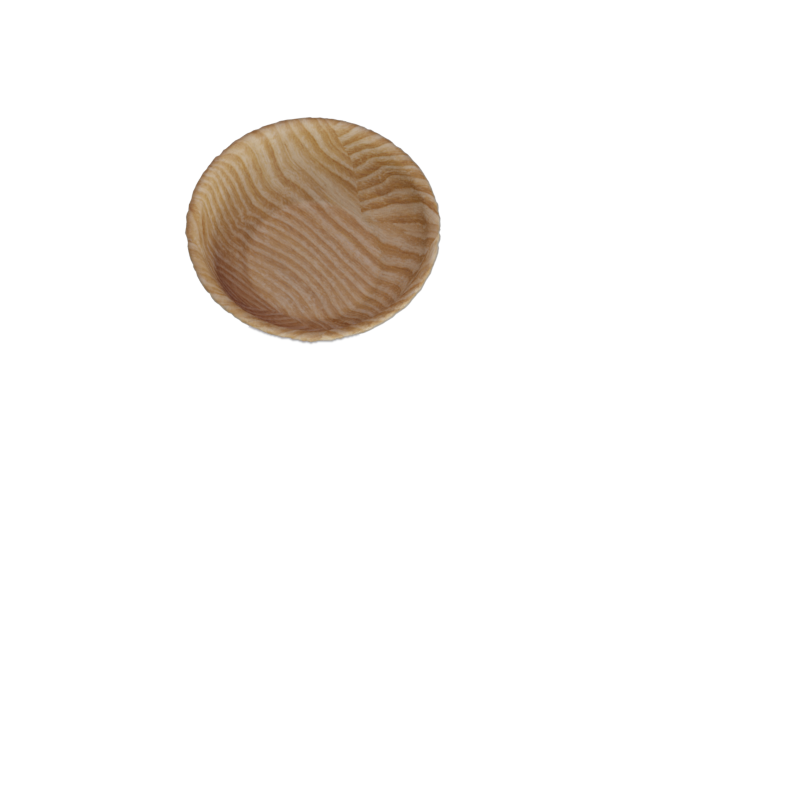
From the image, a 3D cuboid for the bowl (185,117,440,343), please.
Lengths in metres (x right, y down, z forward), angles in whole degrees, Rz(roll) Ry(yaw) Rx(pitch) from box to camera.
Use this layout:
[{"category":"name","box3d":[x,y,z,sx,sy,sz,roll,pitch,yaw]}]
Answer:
[{"category":"bowl","box3d":[-0.057,-0.103,0.724,0.162,0.172,0.052,-1,-25,-1]}]
